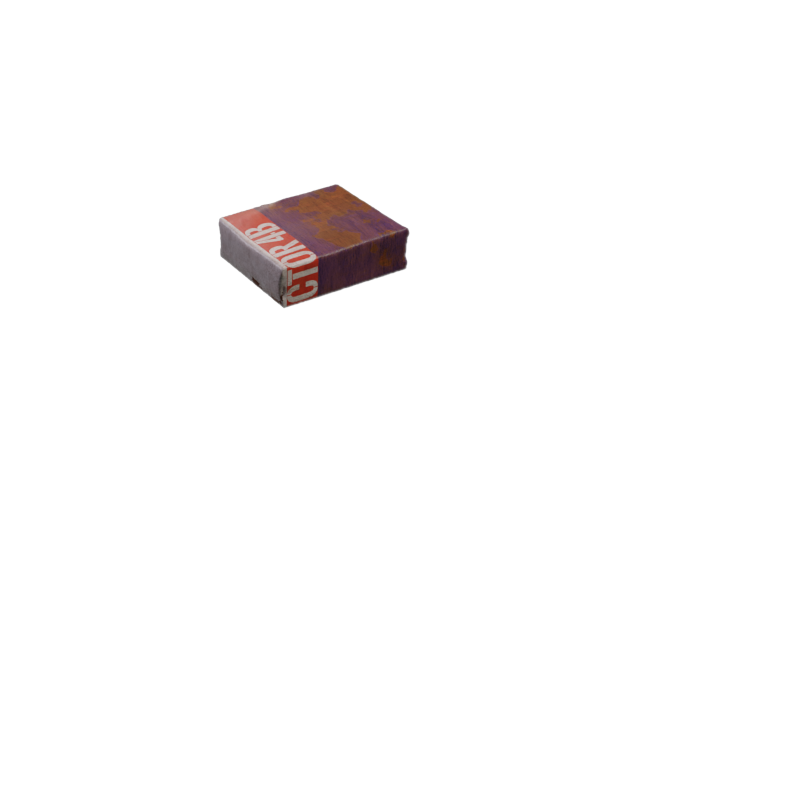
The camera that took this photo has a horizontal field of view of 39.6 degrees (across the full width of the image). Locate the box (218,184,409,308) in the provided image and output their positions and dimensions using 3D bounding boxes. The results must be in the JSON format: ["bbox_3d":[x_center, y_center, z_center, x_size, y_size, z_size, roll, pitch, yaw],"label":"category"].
[{"bbox_3d":[-0.051,-0.093,0.653,0.088,0.028,0.079,-21,40,-29],"label":"box"}]
